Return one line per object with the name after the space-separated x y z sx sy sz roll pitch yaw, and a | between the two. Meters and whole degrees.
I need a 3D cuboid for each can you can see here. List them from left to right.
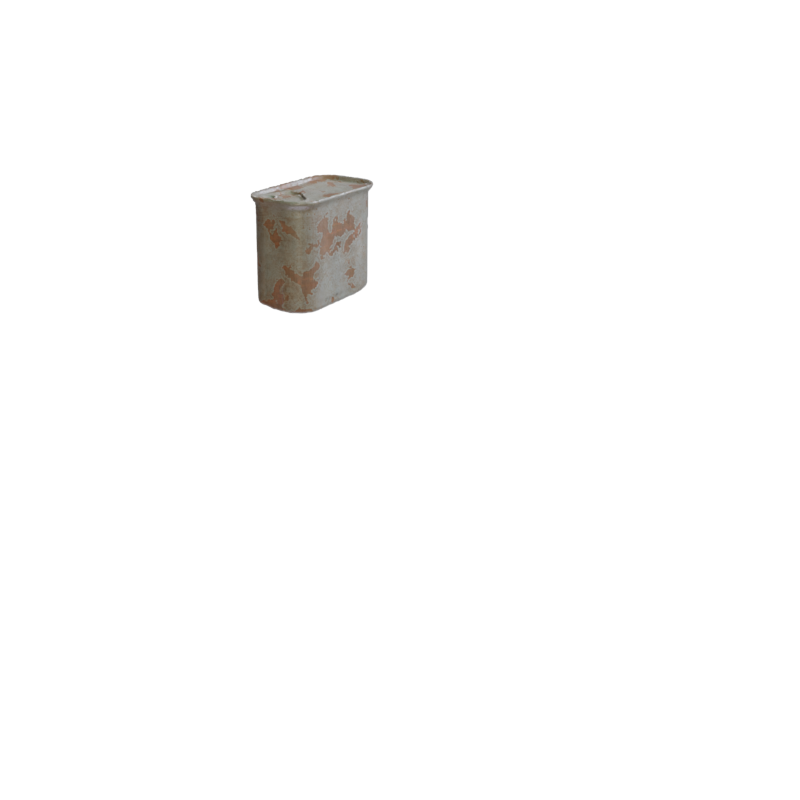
-0.065 -0.119 0.832 0.060 0.081 0.101 11 22 30 | can
